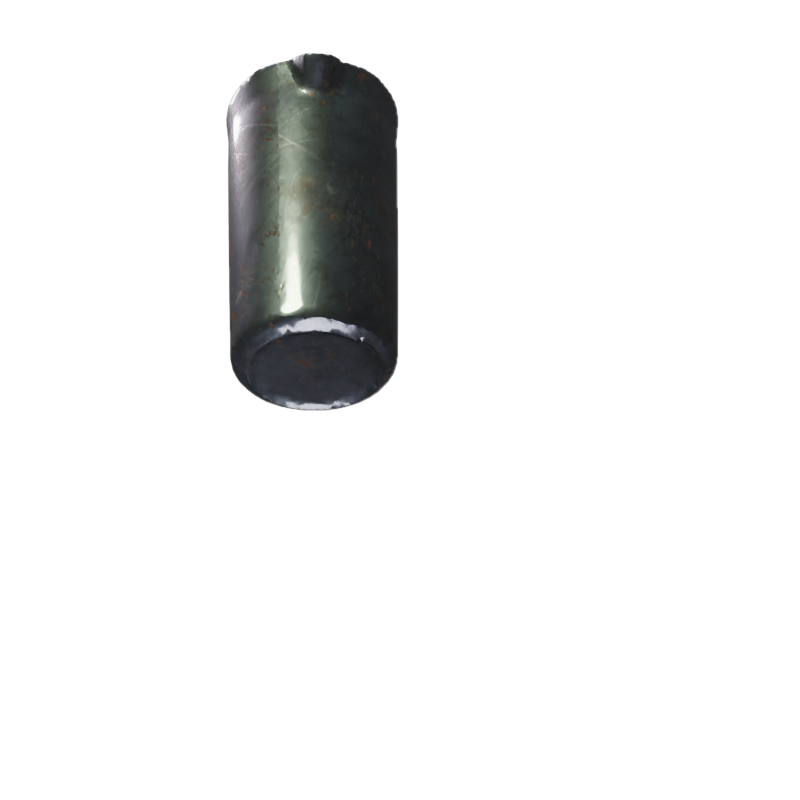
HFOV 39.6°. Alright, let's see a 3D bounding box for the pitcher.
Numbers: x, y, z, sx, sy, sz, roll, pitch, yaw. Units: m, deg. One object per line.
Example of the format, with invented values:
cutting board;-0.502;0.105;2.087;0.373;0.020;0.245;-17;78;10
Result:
pitcher;-0.062;-0.113;0.792;0.145;0.261;0.139;-28;-44;29
